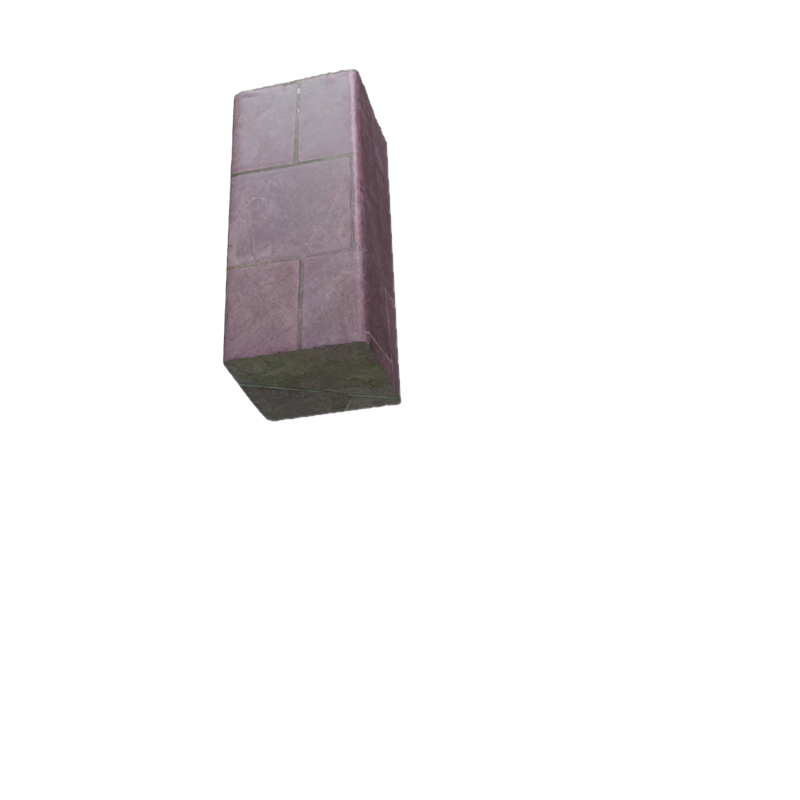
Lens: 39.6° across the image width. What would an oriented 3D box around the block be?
[{"bbox_3d":[-0.057,-0.104,0.723,0.092,0.220,0.083,-10,-32,12],"label":"block"}]
